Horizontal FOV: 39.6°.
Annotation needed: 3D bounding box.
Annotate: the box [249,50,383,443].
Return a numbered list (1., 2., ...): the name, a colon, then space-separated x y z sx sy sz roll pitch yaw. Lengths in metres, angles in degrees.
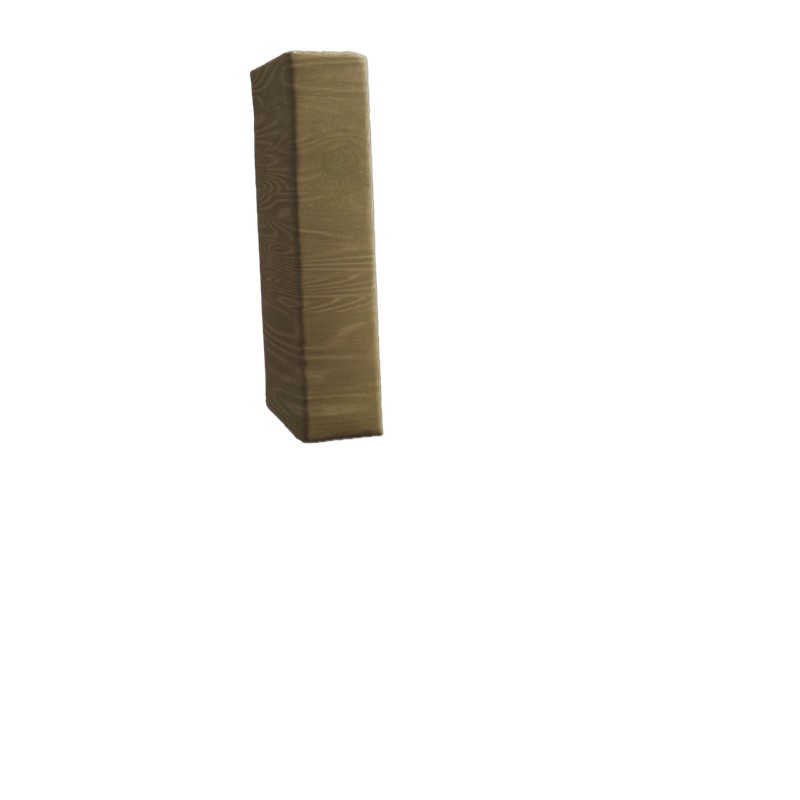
1. box: -0.042 -0.077 0.539 0.047 0.174 0.096 -1 6 -17
